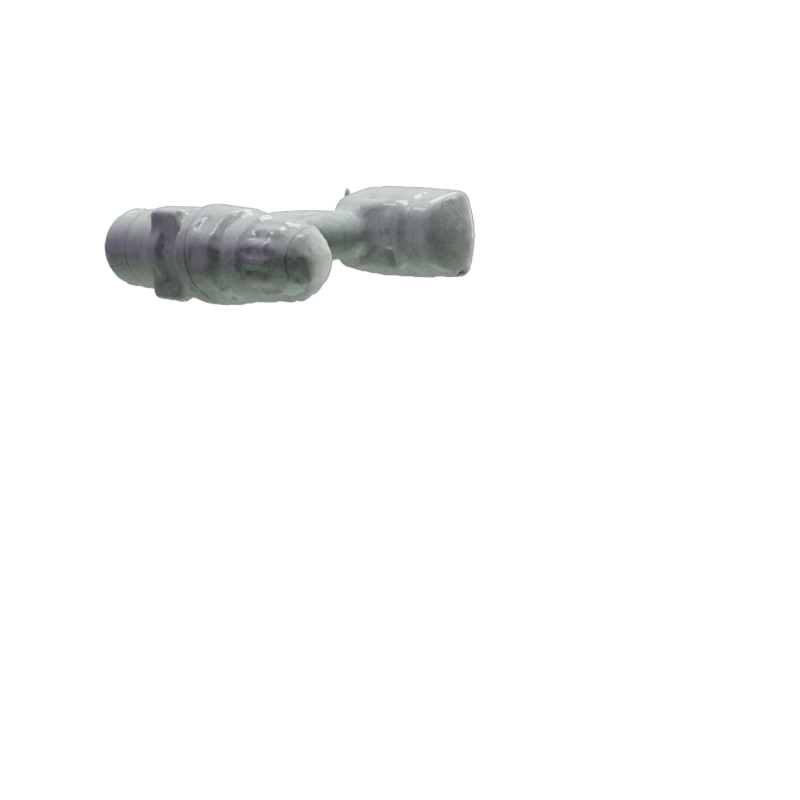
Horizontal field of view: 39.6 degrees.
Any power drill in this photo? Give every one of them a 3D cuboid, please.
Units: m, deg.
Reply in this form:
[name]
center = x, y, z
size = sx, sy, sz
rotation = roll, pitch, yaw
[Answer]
[power drill]
center = -0.049, -0.089, 0.625
size = 0.182, 0.056, 0.194
rotation = -10, 16, -38
